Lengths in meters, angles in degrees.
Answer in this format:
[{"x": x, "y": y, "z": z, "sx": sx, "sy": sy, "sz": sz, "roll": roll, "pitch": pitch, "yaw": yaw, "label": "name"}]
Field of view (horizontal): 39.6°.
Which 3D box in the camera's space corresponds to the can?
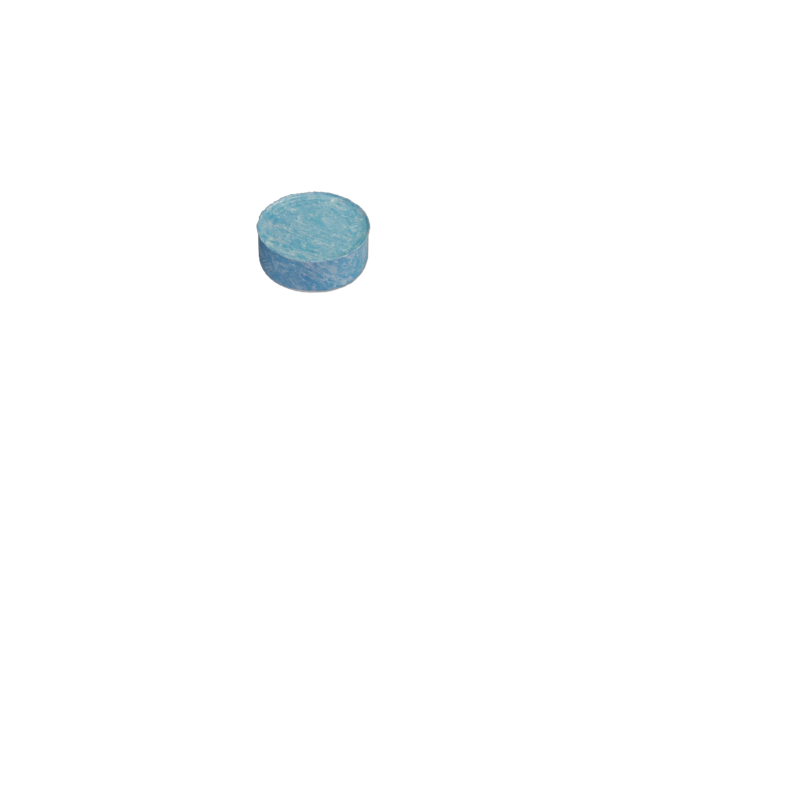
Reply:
[{"x": -0.066, "y": -0.121, "z": 0.845, "sx": 0.086, "sy": 0.031, "sz": 0.092, "roll": -1, "pitch": 43, "yaw": -2, "label": "can"}]
